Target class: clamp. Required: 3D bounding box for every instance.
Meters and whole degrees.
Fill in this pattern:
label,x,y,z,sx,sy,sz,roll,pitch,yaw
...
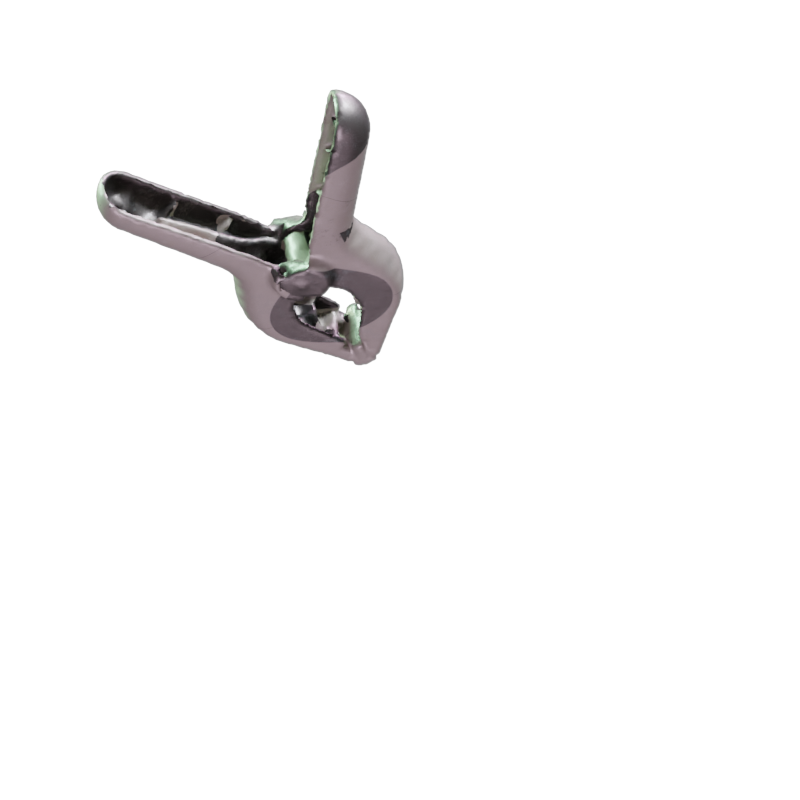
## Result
label,x,y,z,sx,sy,sz,roll,pitch,yaw
clamp,-0.039,-0.071,0.500,0.121,0.042,0.159,-16,-32,27
